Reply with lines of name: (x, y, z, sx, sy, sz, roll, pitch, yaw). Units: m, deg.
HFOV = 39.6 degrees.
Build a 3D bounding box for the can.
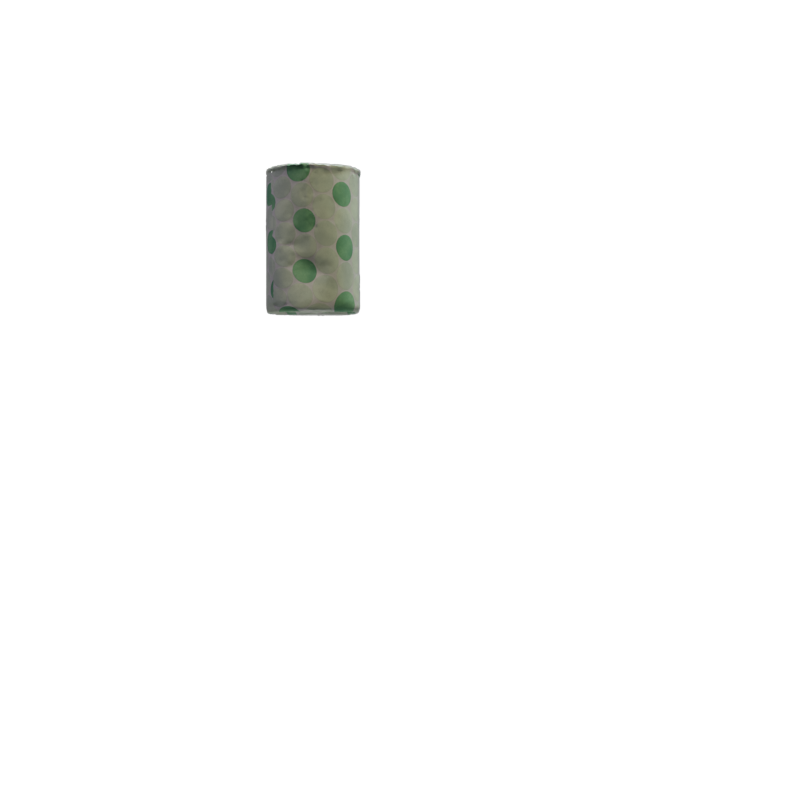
can: (-0.061, -0.112, 0.785, 0.068, 0.104, 0.068, 0, -4, -2)
